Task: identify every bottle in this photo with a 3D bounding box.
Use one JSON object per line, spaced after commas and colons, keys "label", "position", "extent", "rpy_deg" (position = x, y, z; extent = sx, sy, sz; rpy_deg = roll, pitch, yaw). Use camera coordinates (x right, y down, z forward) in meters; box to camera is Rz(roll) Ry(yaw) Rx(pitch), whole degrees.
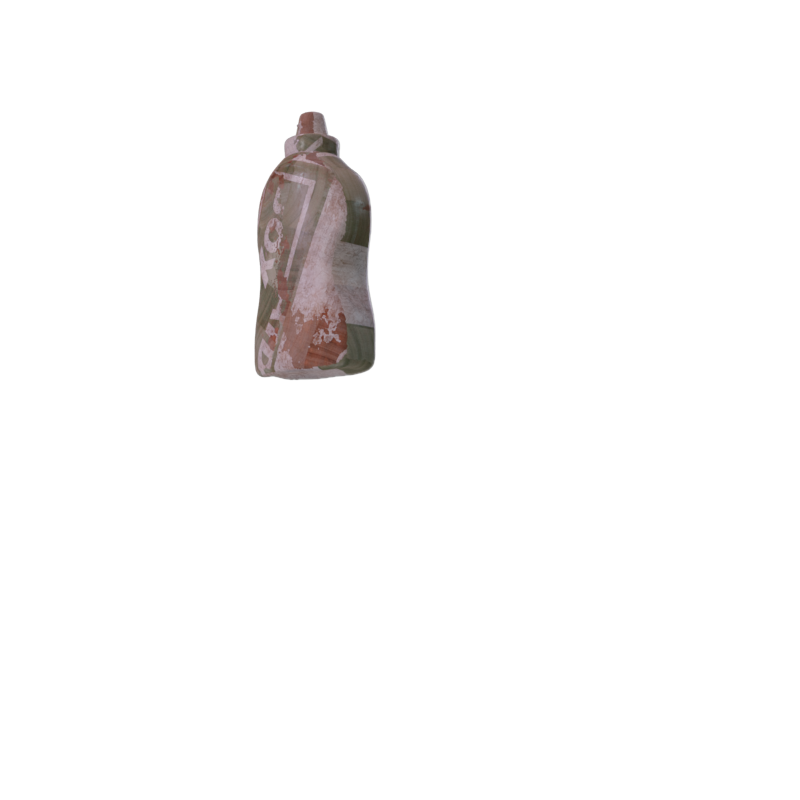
{"label": "bottle", "position": [-0.063, -0.114, 0.796], "extent": [0.055, 0.198, 0.098], "rpy_deg": [11, -16, -43]}
